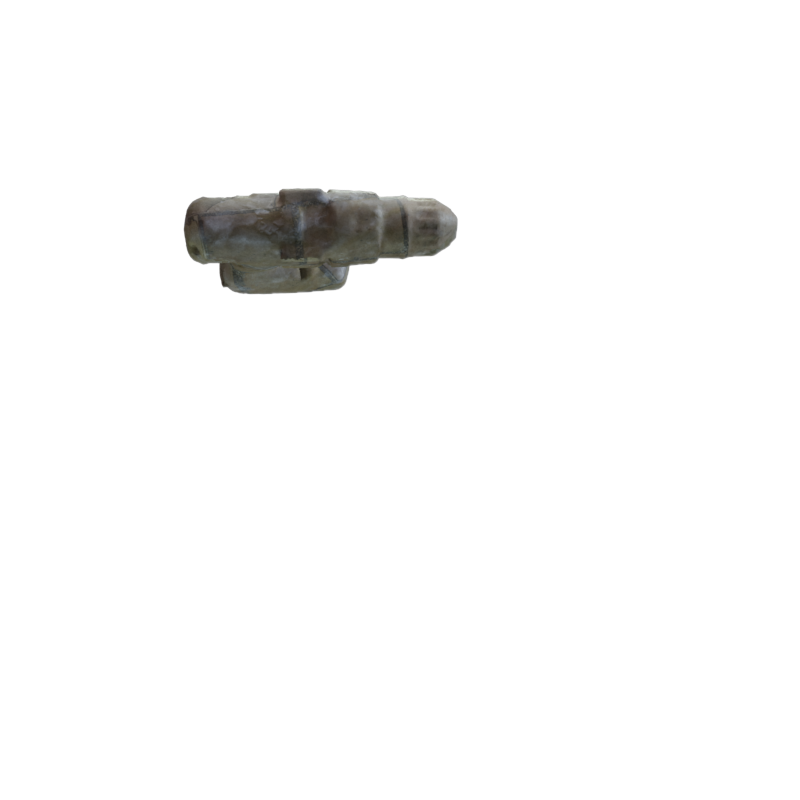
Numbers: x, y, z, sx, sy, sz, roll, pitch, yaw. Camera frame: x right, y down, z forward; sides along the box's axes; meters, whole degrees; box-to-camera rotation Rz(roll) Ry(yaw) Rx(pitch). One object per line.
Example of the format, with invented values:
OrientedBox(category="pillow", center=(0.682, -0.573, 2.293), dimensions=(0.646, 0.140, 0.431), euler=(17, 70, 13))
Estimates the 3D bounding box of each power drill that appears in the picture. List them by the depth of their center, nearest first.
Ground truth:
OrientedBox(category="power drill", center=(-0.064, -0.116, 0.815), dimensions=(0.183, 0.058, 0.186), euler=(0, -2, -7))
